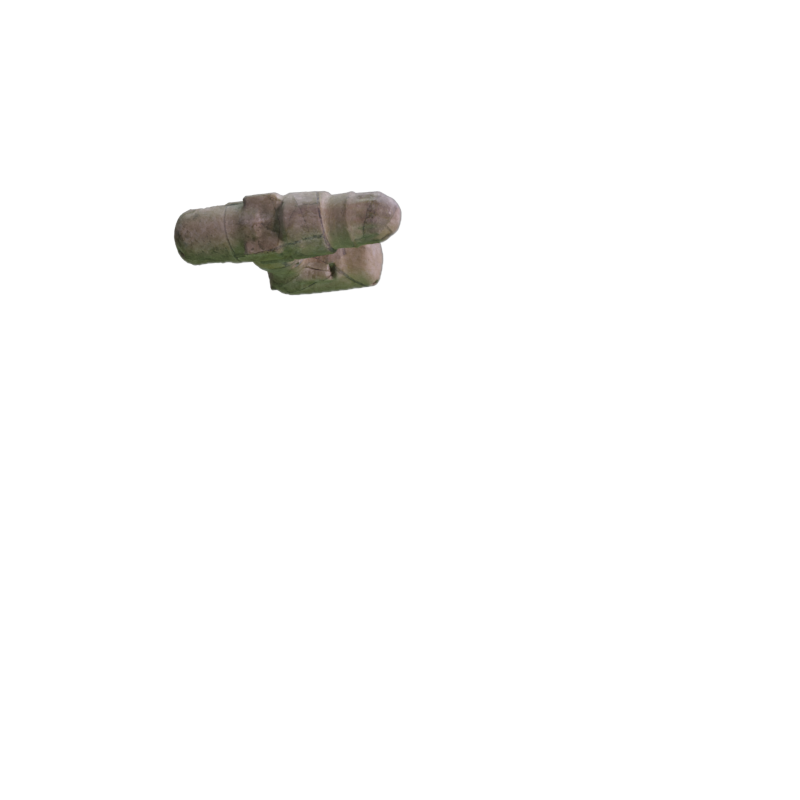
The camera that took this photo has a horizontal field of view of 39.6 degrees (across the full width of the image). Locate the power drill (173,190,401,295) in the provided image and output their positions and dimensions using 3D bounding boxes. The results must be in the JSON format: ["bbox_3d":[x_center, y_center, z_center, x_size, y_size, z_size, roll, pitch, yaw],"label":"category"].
[{"bbox_3d":[-0.073,-0.133,0.931,0.188,0.059,0.180,-2,-6,16],"label":"power drill"}]
